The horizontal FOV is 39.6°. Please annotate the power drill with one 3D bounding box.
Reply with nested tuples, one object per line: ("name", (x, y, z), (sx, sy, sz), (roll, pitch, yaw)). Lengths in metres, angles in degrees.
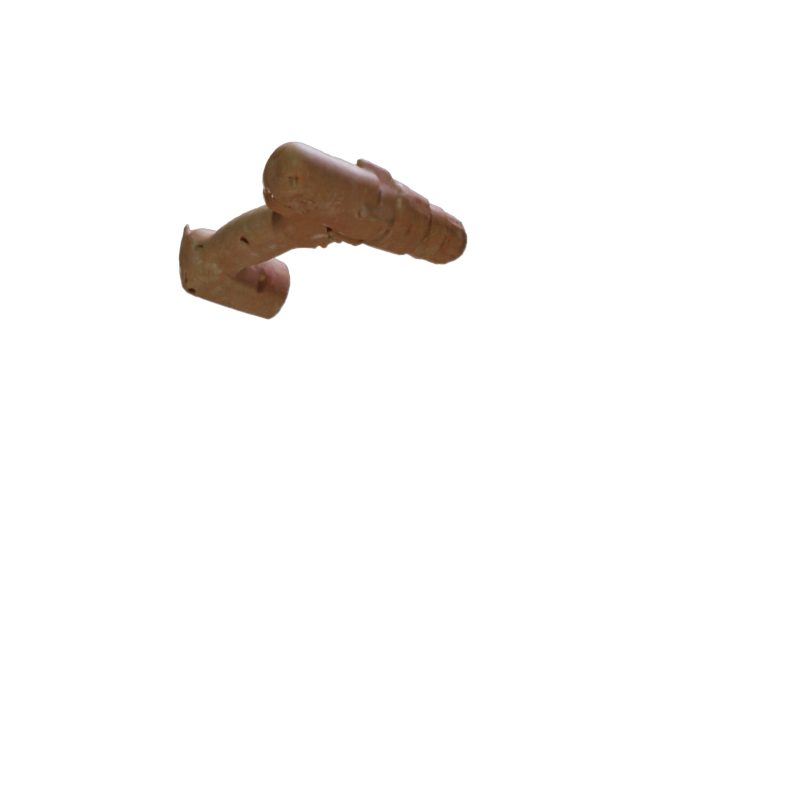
("power drill", (-0.067, -0.122, 0.857), (0.174, 0.061, 0.188), (21, -32, -38))
